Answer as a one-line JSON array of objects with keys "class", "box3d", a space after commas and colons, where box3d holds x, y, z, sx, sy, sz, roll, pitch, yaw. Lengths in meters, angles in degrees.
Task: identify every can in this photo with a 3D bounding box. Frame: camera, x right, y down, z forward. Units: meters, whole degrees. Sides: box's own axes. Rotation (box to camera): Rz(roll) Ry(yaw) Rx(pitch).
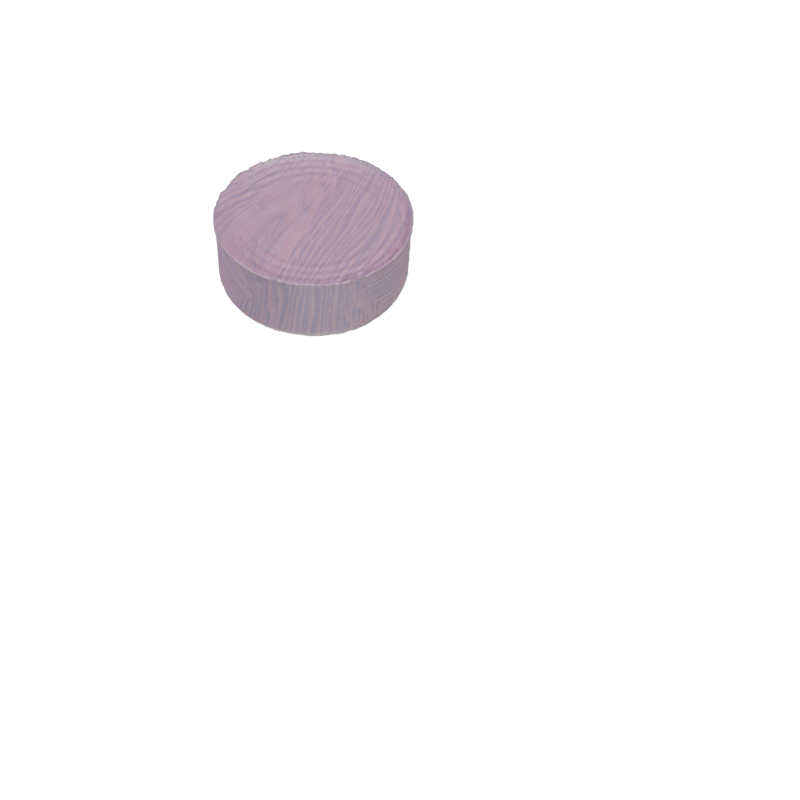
[{"class": "can", "box3d": [-0.038, -0.069, 0.484, 0.086, 0.092, 0.031, -1, -43, -1]}]
